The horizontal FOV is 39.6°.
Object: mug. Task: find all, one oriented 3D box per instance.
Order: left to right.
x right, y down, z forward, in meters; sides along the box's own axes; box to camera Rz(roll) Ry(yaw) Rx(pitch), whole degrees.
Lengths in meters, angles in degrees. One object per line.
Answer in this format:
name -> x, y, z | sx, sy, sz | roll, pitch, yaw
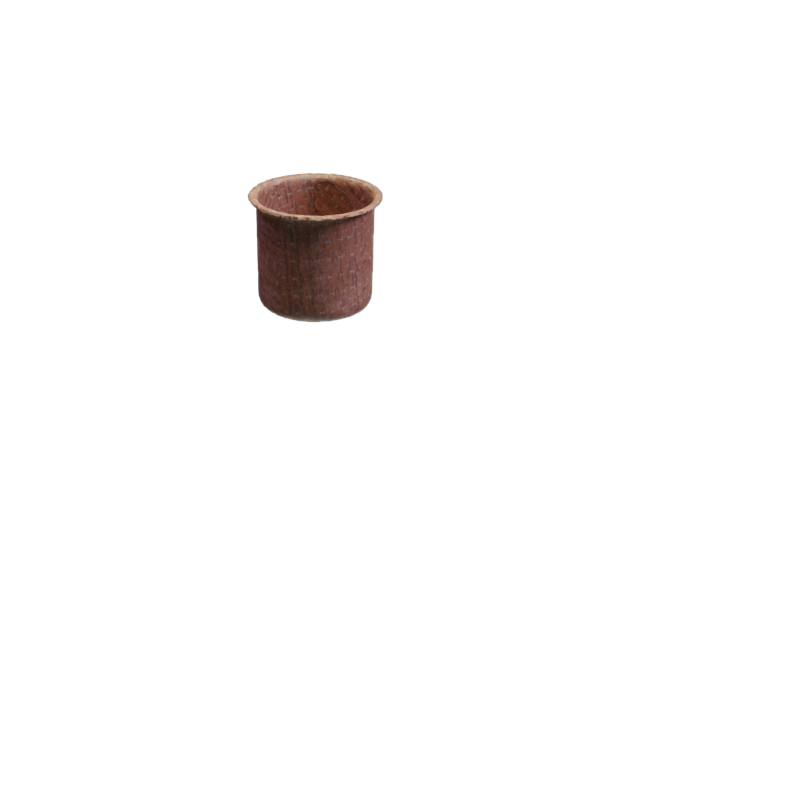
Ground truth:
mug -> -0.062, -0.113, 0.790 | 0.092, 0.077, 0.125 | -4, 27, -9
